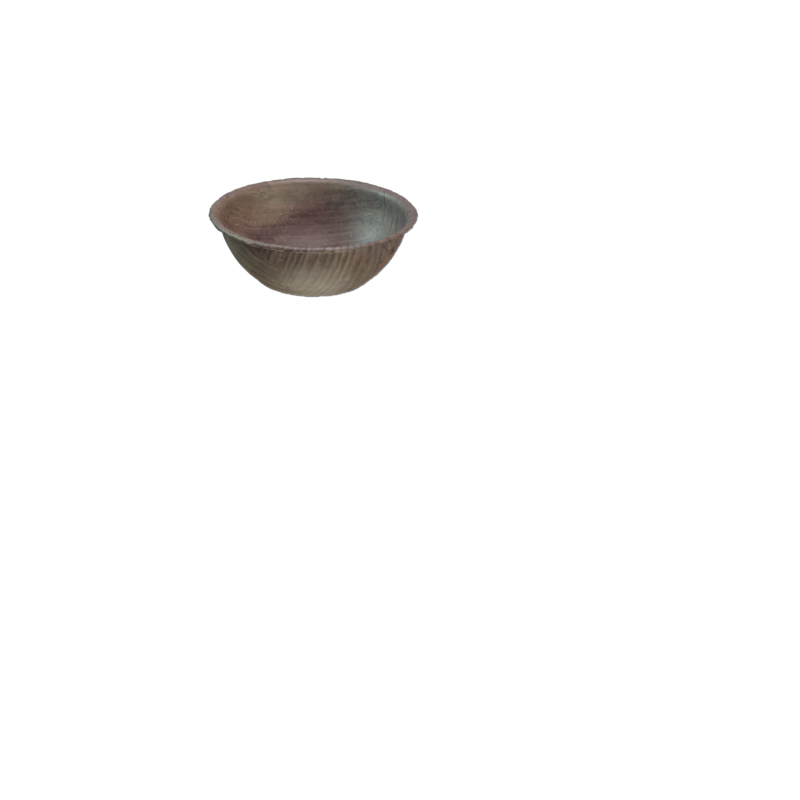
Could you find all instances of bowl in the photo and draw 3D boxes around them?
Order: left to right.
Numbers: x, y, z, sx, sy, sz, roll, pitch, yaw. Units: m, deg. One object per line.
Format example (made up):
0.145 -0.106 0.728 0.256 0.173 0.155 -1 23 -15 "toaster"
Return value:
-0.068 -0.124 0.868 0.162 0.052 0.171 -1 28 -2 "bowl"
